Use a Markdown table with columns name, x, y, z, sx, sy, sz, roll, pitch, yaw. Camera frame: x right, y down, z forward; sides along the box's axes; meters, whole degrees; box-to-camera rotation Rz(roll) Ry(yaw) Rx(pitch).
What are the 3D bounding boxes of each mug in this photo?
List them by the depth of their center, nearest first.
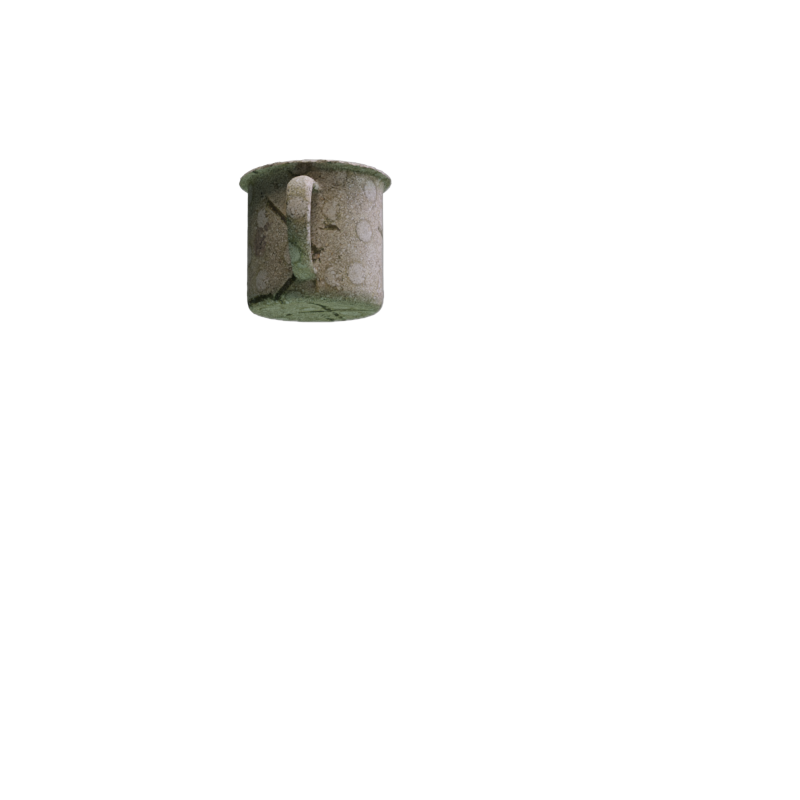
| name | x | y | z | sx | sy | sz | roll | pitch | yaw |
| --- | --- | --- | --- | --- | --- | --- | --- | --- | --- |
| mug | -0.051 | -0.094 | 0.655 | 0.094 | 0.084 | 0.114 | -1 | -8 | 3 |
